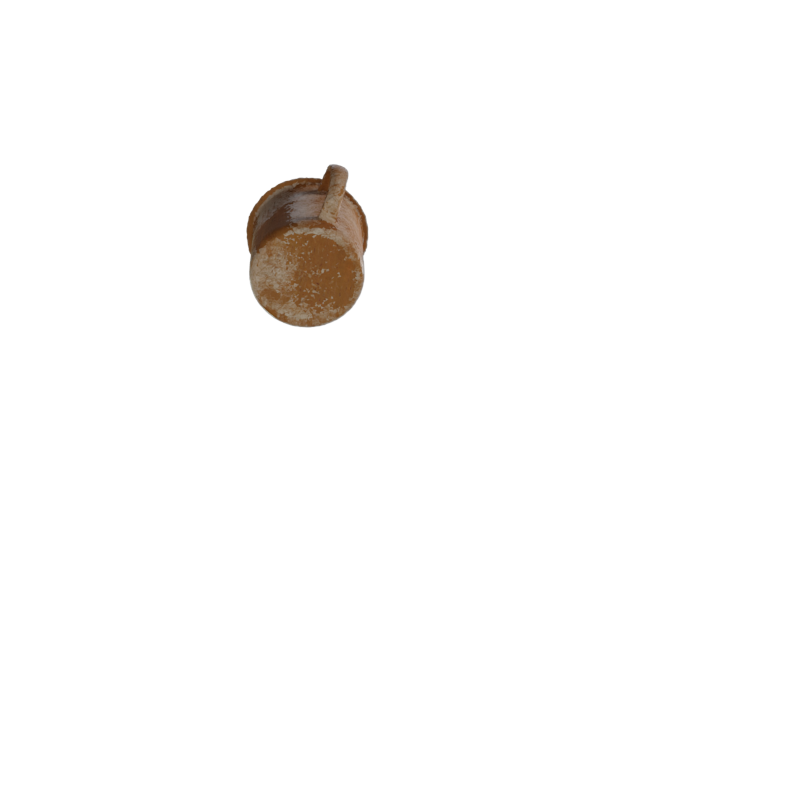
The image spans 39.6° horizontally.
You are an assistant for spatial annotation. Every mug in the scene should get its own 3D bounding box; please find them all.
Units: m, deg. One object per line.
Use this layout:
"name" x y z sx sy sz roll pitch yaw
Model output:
"mug" -0.063 -0.115 0.803 0.091 0.113 0.086 21 24 -12
